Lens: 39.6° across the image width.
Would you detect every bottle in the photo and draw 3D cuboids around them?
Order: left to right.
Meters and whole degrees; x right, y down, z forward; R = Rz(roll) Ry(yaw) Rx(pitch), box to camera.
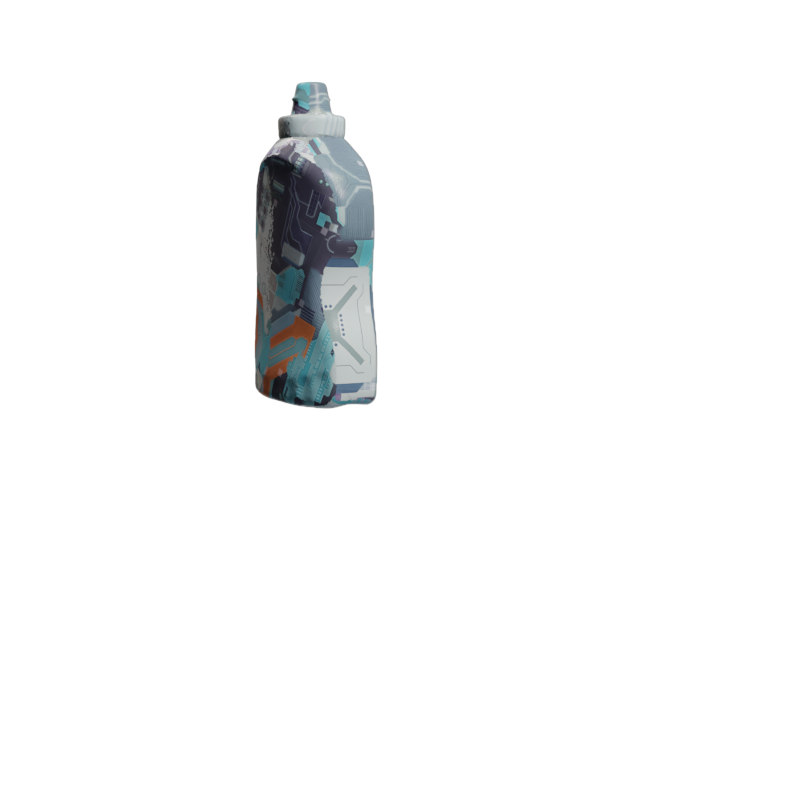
[{"bbox_3d":[-0.053,-0.096,0.673,0.056,0.191,0.100,-1,3,-32],"label":"bottle"}]
